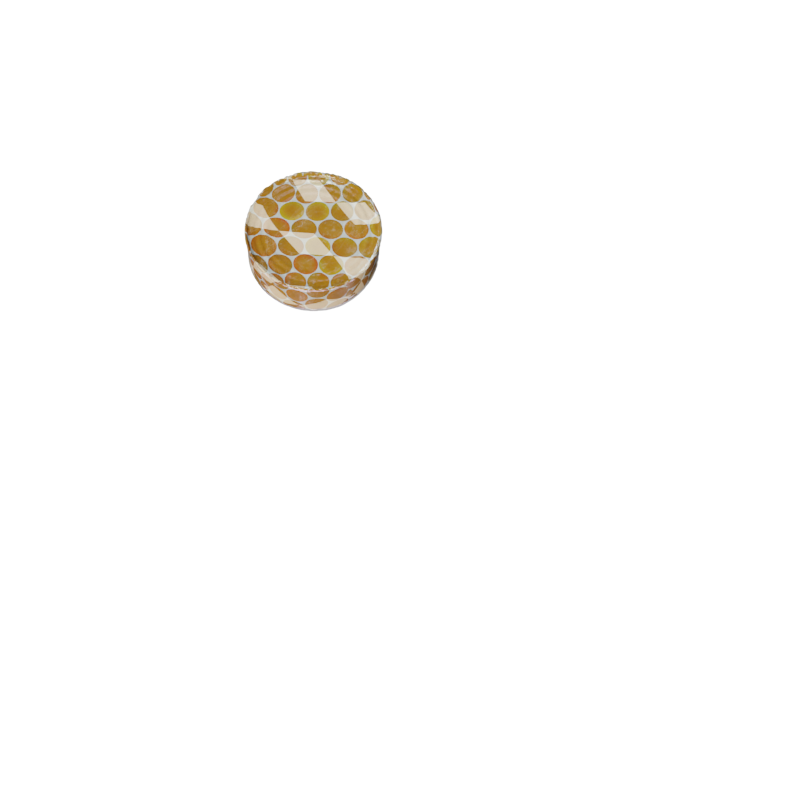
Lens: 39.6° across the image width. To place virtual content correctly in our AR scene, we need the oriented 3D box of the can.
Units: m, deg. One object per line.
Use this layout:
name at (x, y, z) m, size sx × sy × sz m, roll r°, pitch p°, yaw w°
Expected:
can at (-0.055, -0.100, 0.704) m, size 0.086 × 0.091 × 0.032 m, roll -1°, pitch -27°, yaw -1°
